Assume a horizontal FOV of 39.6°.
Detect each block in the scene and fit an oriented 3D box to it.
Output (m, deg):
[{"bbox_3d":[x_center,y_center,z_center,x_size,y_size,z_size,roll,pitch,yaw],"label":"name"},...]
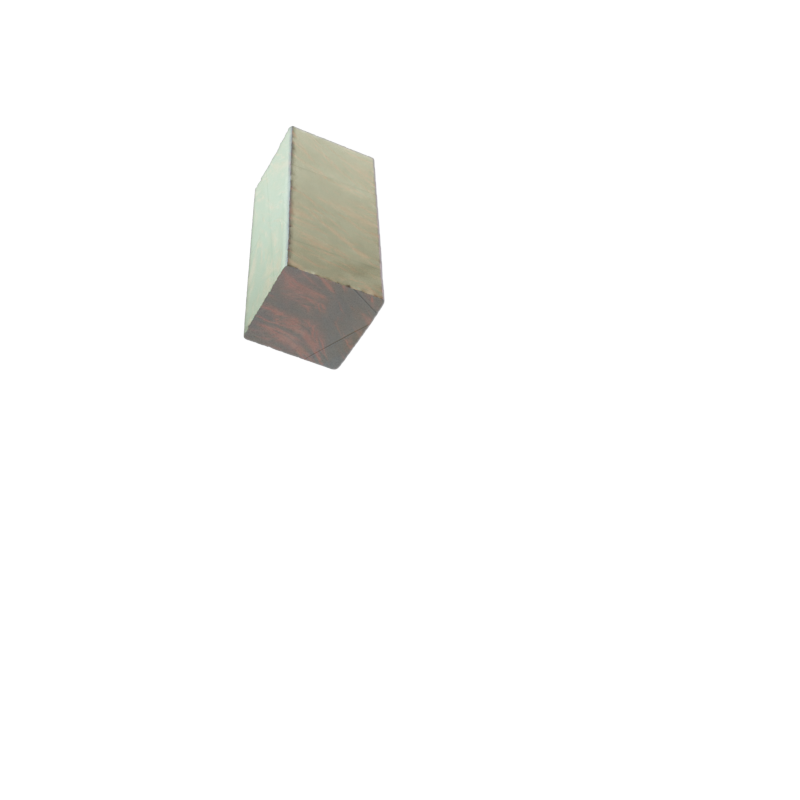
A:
[{"bbox_3d":[-0.077,-0.139,0.981,0.087,0.221,0.087,19,-51,-20],"label":"block"}]
